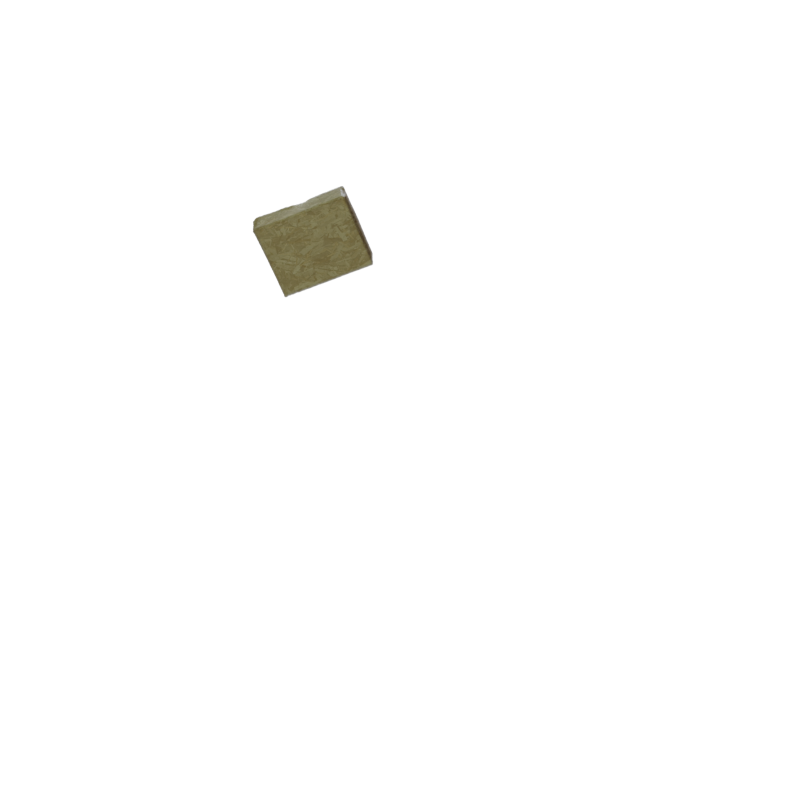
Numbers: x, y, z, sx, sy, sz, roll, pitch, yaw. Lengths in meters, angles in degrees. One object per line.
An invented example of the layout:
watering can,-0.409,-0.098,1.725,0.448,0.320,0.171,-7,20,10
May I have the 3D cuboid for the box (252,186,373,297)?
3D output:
box,-0.078,-0.142,0.997,0.089,0.069,0.032,-19,27,9
